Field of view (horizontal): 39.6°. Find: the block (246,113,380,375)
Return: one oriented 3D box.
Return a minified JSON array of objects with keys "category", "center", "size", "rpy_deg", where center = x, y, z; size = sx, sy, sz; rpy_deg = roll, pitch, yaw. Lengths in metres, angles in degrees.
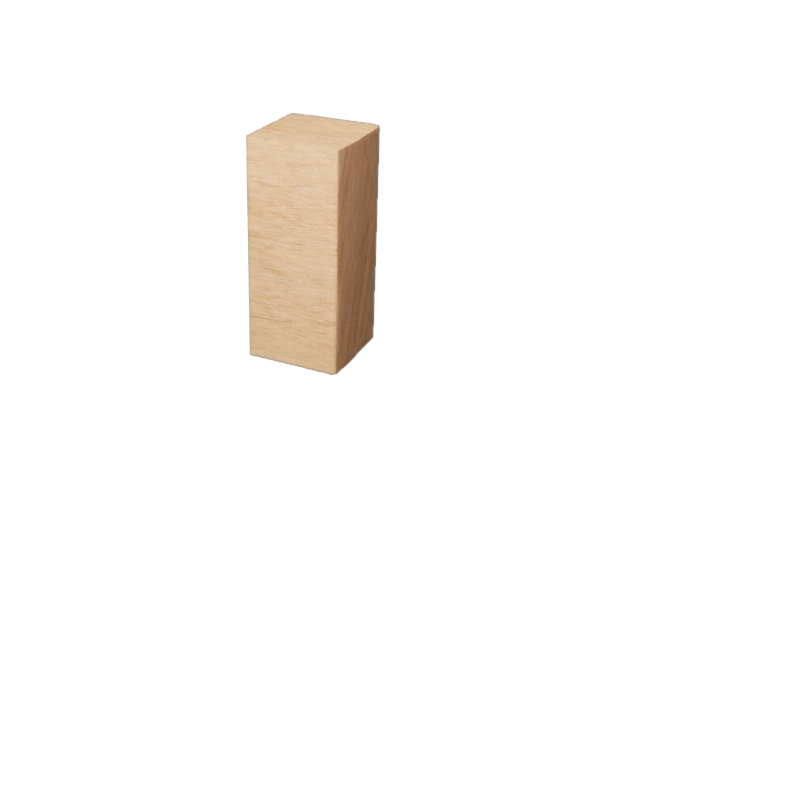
[{"category":"block","center":[-0.077,-0.141,0.987],"size":[0.094,0.196,0.091],"rpy_deg":[12,25,22]}]
